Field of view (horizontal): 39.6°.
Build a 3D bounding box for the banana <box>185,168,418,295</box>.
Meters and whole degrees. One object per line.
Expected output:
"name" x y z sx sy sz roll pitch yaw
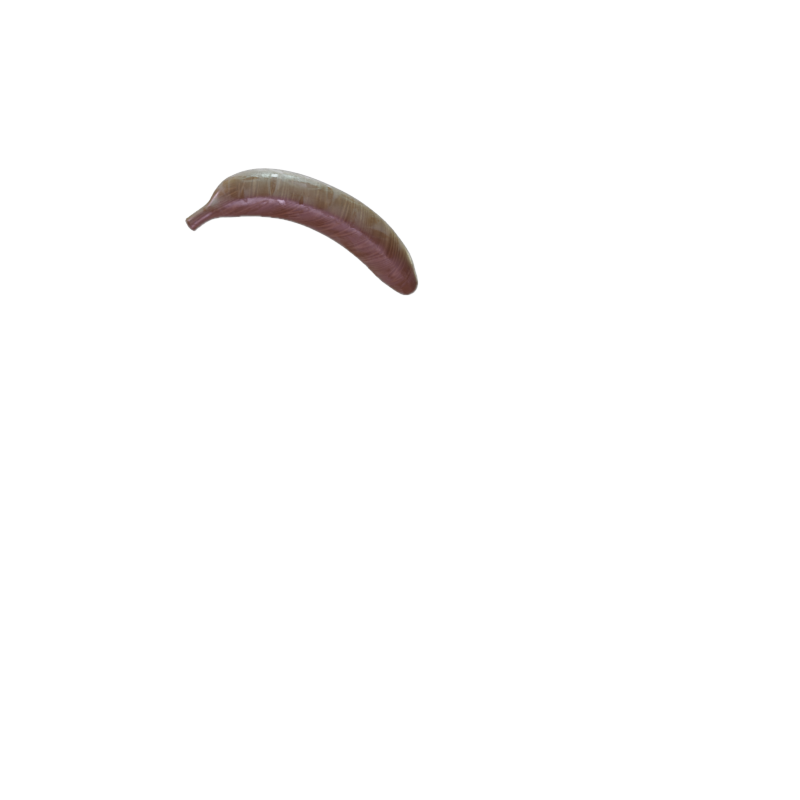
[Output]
"banana" -0.065 -0.139 0.872 0.192 0.067 0.039 17 40 -15
